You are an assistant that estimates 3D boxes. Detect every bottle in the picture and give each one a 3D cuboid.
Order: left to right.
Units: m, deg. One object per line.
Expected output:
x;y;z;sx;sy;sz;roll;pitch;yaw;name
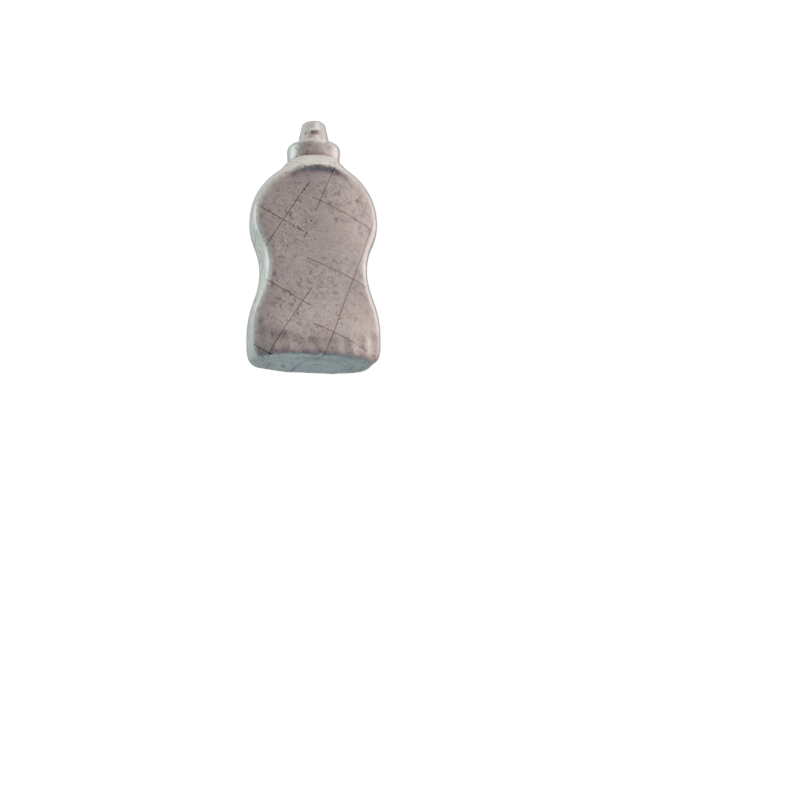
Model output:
-0.065;-0.119;0.832;0.095;0.200;0.057;2;-18;-11;bottle
